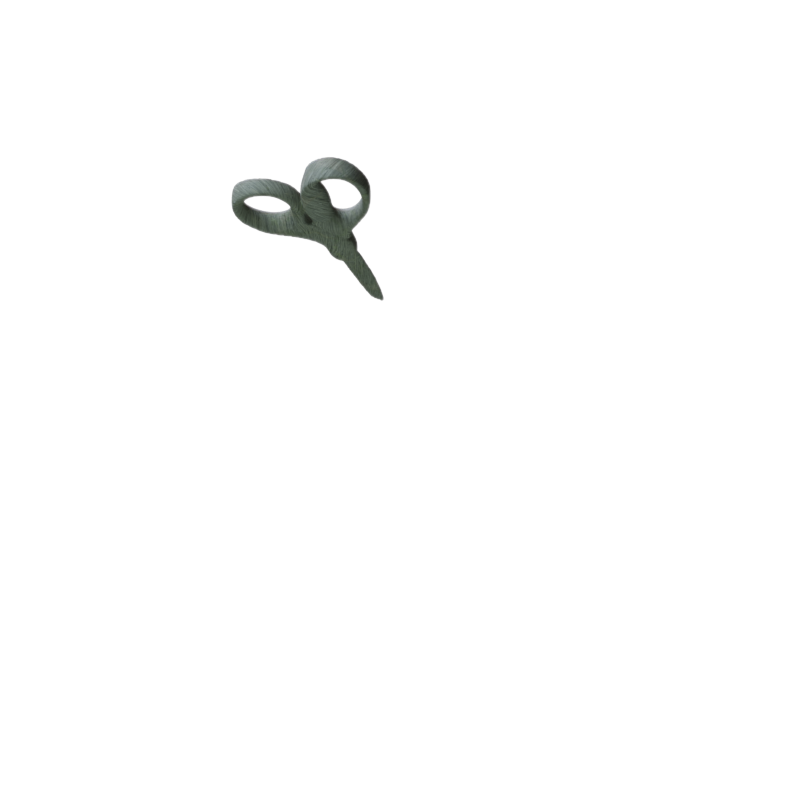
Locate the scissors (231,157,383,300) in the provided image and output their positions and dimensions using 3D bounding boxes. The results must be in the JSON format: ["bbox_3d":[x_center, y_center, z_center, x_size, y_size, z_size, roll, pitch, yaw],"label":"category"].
[{"bbox_3d":[-0.058,-0.106,0.746,0.096,0.017,0.191,0,-19,0],"label":"scissors"}]
